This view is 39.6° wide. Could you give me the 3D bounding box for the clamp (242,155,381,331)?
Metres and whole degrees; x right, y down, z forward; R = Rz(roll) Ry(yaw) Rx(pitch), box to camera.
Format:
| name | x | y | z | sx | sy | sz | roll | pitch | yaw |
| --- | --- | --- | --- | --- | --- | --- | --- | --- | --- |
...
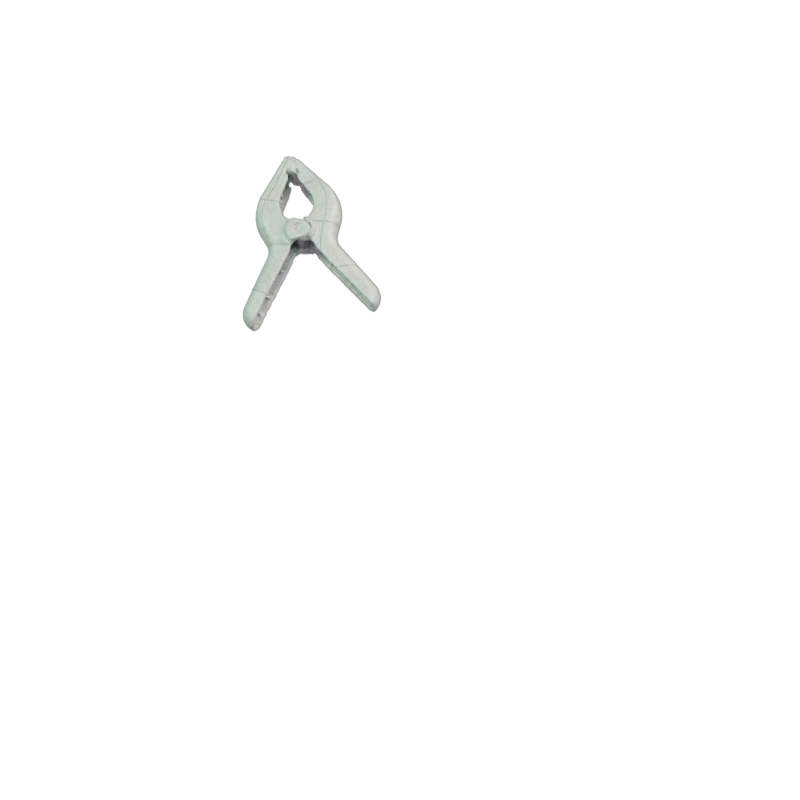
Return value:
| name | x | y | z | sx | sy | sz | roll | pitch | yaw |
| --- | --- | --- | --- | --- | --- | --- | --- | --- | --- |
| clamp | -0.078 | -0.143 | 0.998 | 0.120 | 0.181 | 0.037 | 0 | -25 | 0 |
